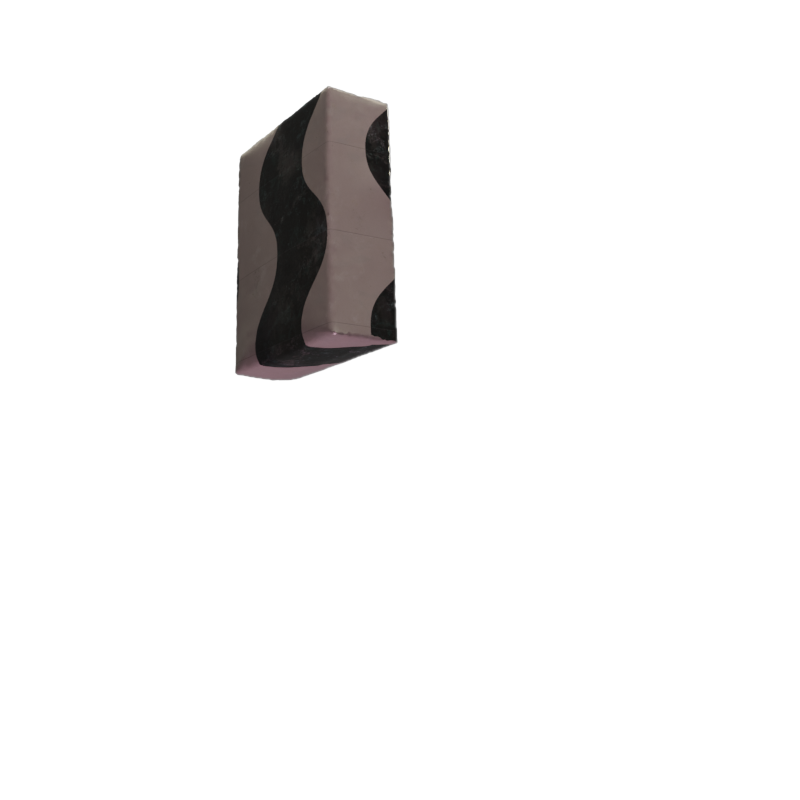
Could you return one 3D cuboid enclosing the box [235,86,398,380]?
[{"bbox_3d":[-0.075,-0.137,0.957,0.069,0.223,0.165,11,-21,-33],"label":"box"}]
